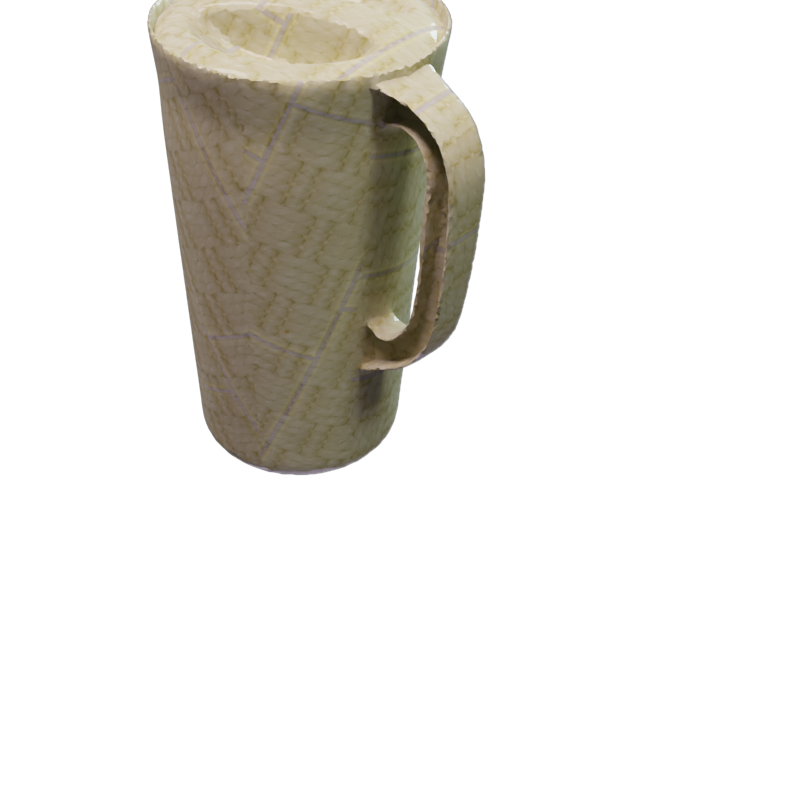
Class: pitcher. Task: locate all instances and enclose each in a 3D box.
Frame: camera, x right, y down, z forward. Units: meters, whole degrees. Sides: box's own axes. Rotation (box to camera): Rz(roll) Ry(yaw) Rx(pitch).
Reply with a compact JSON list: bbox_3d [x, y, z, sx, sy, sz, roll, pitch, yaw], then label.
[{"bbox_3d":[-0.042,-0.077,0.541,0.145,0.227,0.159,2,38,0],"label":"pitcher"}]
